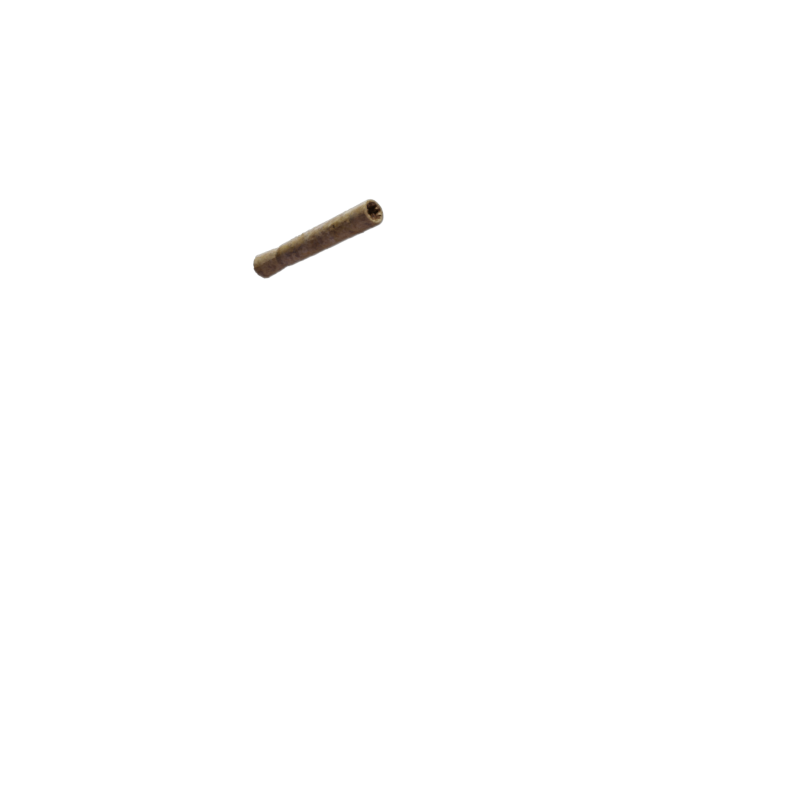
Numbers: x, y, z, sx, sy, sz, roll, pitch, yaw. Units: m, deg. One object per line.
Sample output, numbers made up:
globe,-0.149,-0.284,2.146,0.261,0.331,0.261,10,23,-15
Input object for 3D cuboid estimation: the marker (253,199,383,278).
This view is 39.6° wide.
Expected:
marker,-0.061,-0.111,0.777,0.122,0.020,0.019,-19,-10,41
